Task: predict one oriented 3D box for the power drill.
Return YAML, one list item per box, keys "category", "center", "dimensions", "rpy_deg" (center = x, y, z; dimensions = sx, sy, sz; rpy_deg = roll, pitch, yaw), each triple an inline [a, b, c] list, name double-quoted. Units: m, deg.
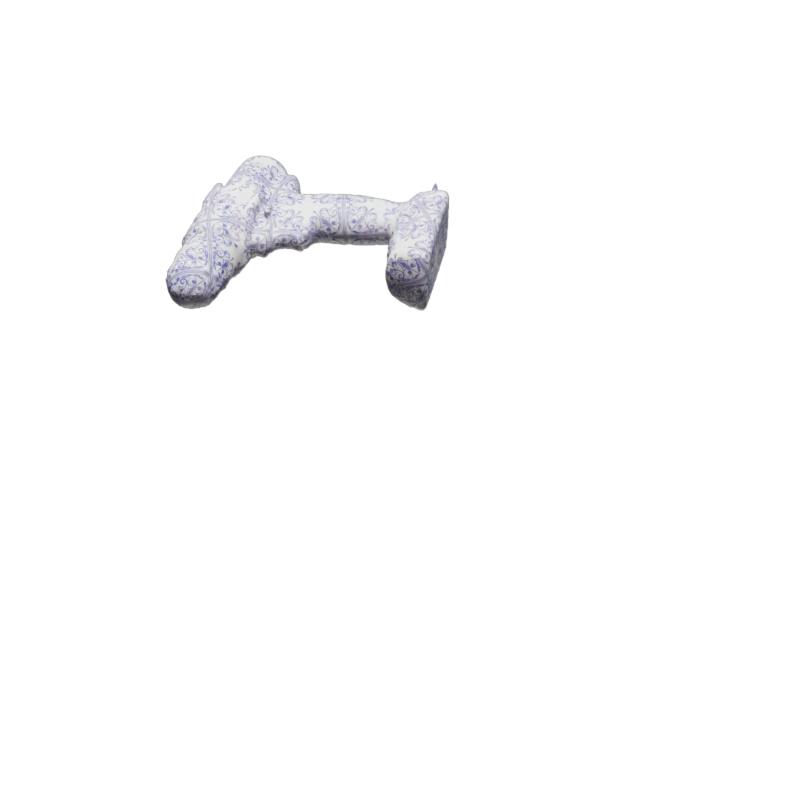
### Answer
- category: "power drill"
  center: [-0.065, -0.118, 0.830]
  dimensions: [0.192, 0.054, 0.193]
  rpy_deg: [10, 41, 11]
